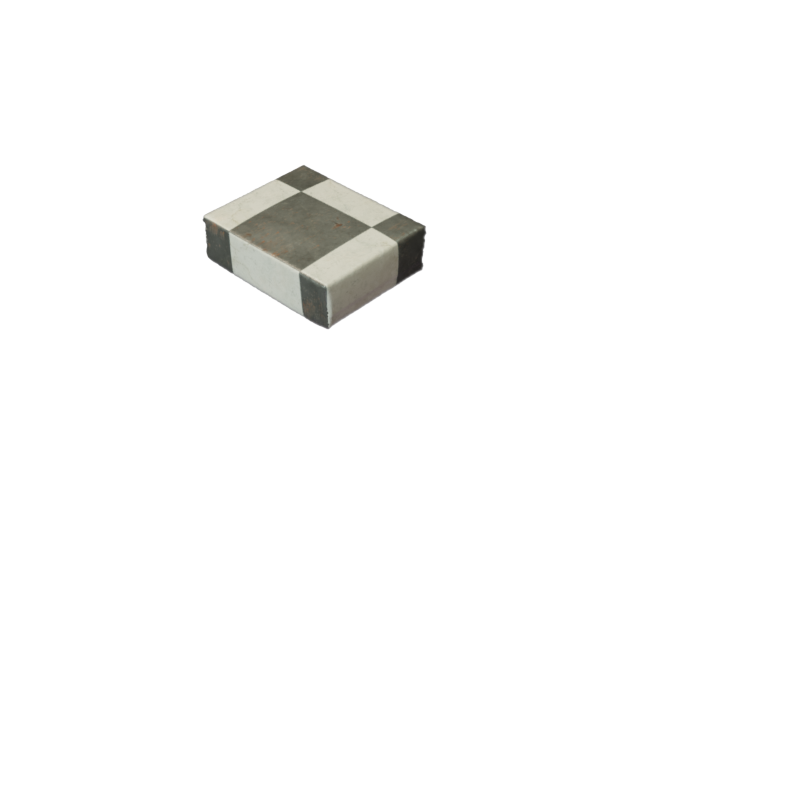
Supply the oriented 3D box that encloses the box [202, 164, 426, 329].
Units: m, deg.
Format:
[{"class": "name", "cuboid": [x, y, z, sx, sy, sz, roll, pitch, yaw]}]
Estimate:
[{"class": "box", "cuboid": [-0.055, -0.100, 0.699, 0.121, 0.036, 0.090, 32, 50, 31]}]
